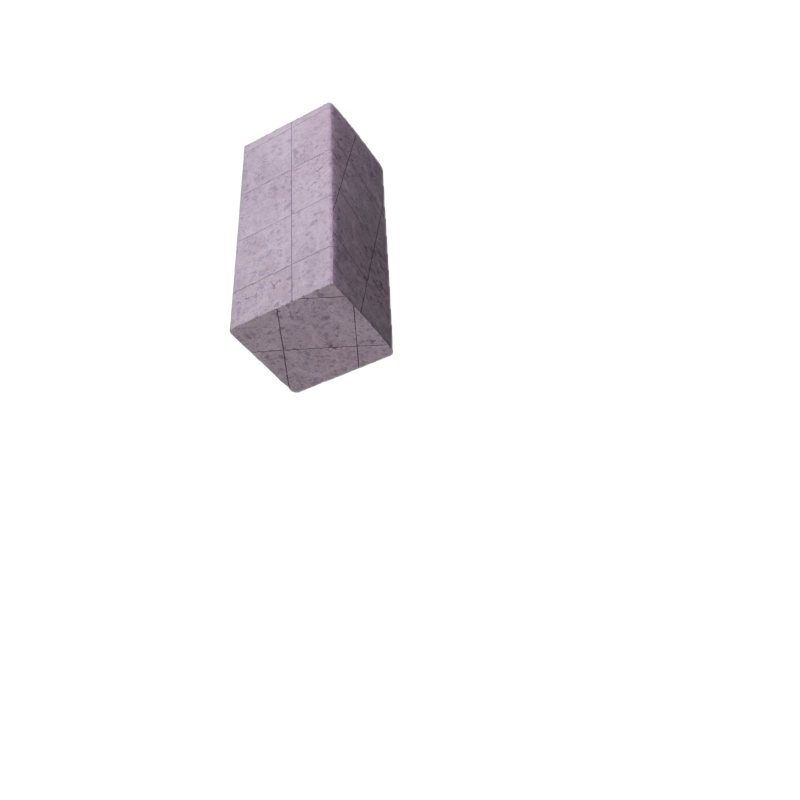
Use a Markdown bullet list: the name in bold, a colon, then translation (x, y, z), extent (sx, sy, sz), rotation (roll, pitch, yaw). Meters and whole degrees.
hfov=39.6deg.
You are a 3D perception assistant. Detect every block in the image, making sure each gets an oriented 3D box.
- **block**: translation (-0.067, -0.124, 0.869), extent (0.091, 0.221, 0.083), rotation (-23, -46, 21)
